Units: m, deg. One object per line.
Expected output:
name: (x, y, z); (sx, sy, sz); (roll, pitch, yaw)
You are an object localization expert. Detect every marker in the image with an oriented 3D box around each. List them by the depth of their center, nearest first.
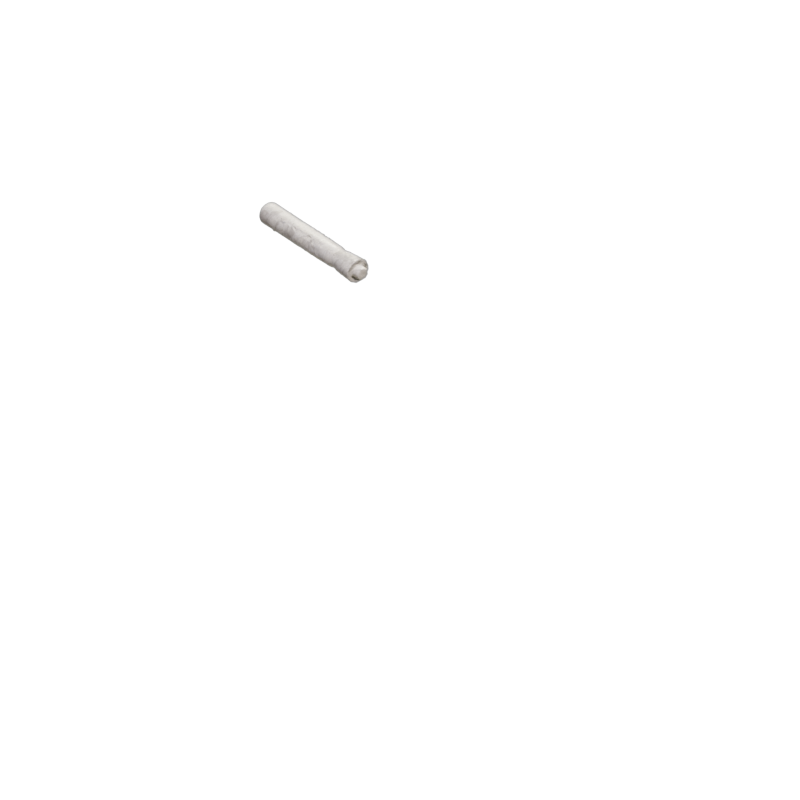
marker: (-0.065, -0.118, 0.825); (0.019, 0.019, 0.130); (-3, 29, -40)
